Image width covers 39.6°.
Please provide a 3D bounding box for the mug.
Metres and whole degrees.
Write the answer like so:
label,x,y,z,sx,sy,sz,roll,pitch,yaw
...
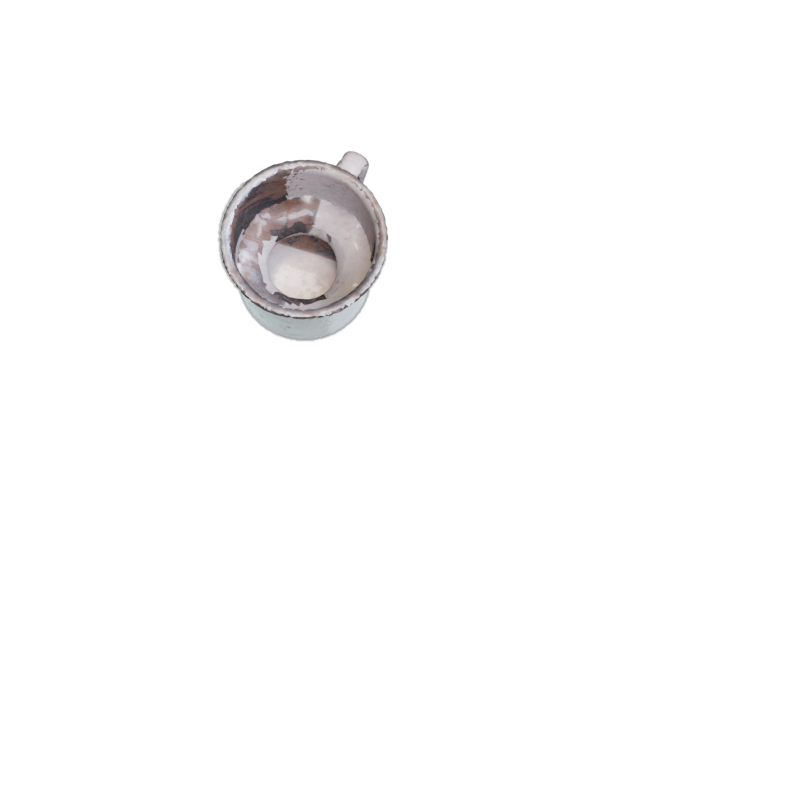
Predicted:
label,x,y,z,sx,sy,sz,roll,pitch,yaw
mug,-0.051,-0.093,0.651,0.095,0.120,0.078,24,-15,5
